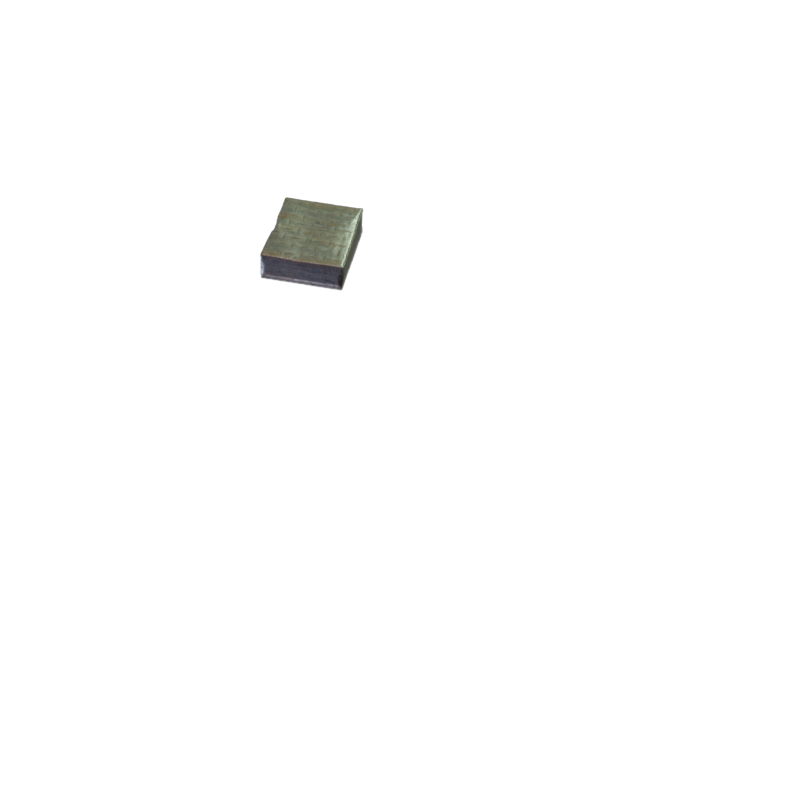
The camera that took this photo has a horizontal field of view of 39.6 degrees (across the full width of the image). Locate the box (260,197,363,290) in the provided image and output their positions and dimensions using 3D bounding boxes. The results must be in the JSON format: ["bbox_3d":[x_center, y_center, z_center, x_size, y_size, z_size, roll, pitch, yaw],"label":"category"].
[{"bbox_3d":[-0.076,-0.139,0.973,0.074,0.028,0.094,9,44,8],"label":"box"}]
